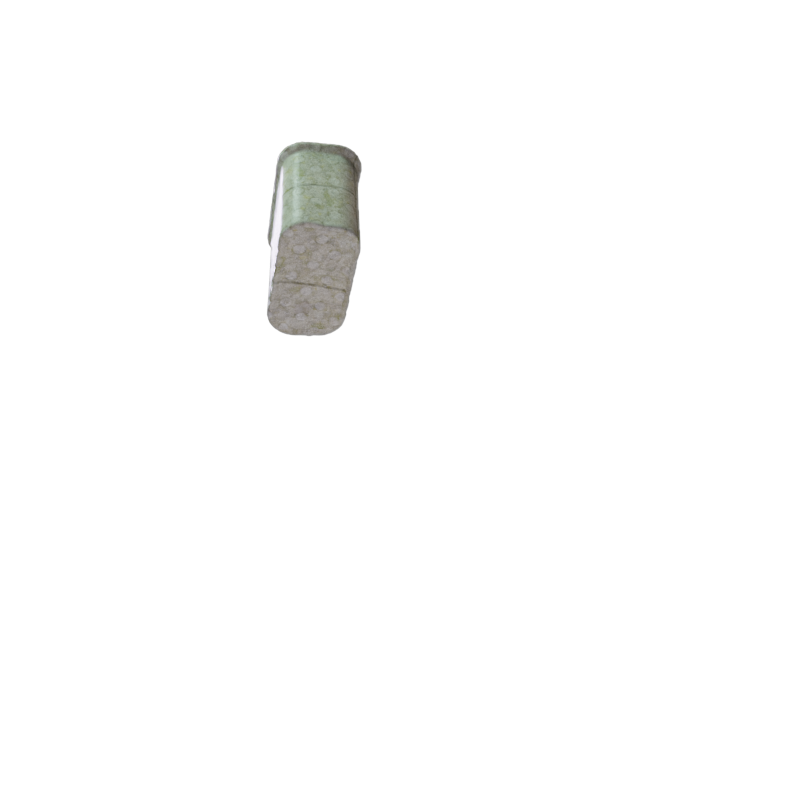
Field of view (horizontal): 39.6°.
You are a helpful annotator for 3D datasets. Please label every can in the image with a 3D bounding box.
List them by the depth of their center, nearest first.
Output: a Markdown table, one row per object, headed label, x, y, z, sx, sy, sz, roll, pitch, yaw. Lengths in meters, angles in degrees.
| label | x | y | z | sx | sy | sz | roll | pitch | yaw |
| --- | --- | --- | --- | --- | --- | --- | --- | --- | --- |
| can | -0.057 | -0.105 | 0.733 | 0.057 | 0.096 | 0.090 | 5 | 44 | -9 |
